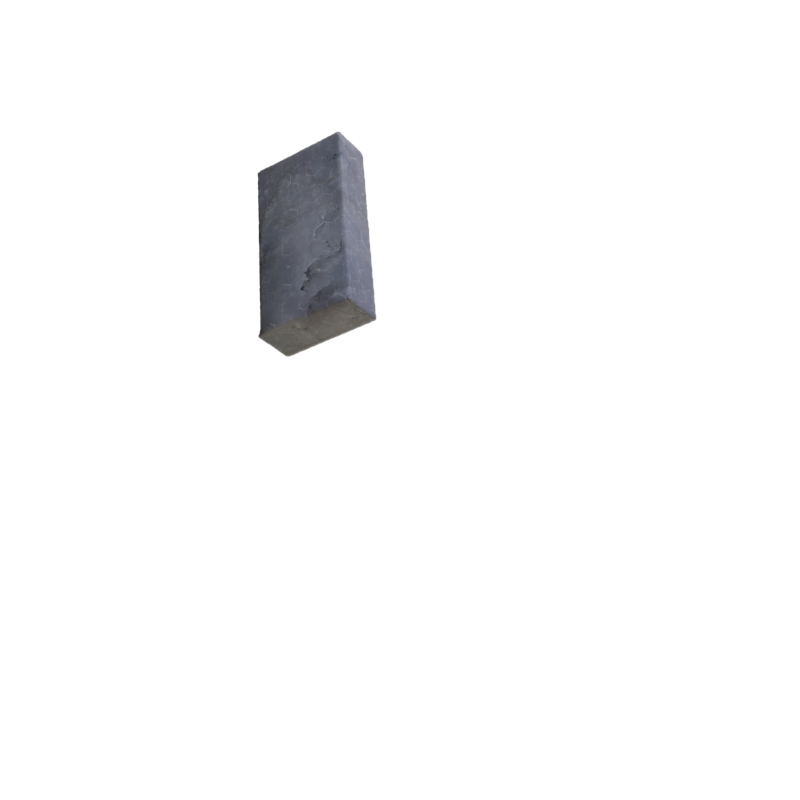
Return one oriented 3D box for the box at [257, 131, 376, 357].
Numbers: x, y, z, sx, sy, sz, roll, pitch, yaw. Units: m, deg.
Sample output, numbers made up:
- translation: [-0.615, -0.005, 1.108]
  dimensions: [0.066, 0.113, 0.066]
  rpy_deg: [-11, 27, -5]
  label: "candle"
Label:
- translation: [-0.073, -0.133, 0.932]
  dimensions: [0.094, 0.189, 0.044]
  rpy_deg: [-22, -40, 26]
  label: "box"
